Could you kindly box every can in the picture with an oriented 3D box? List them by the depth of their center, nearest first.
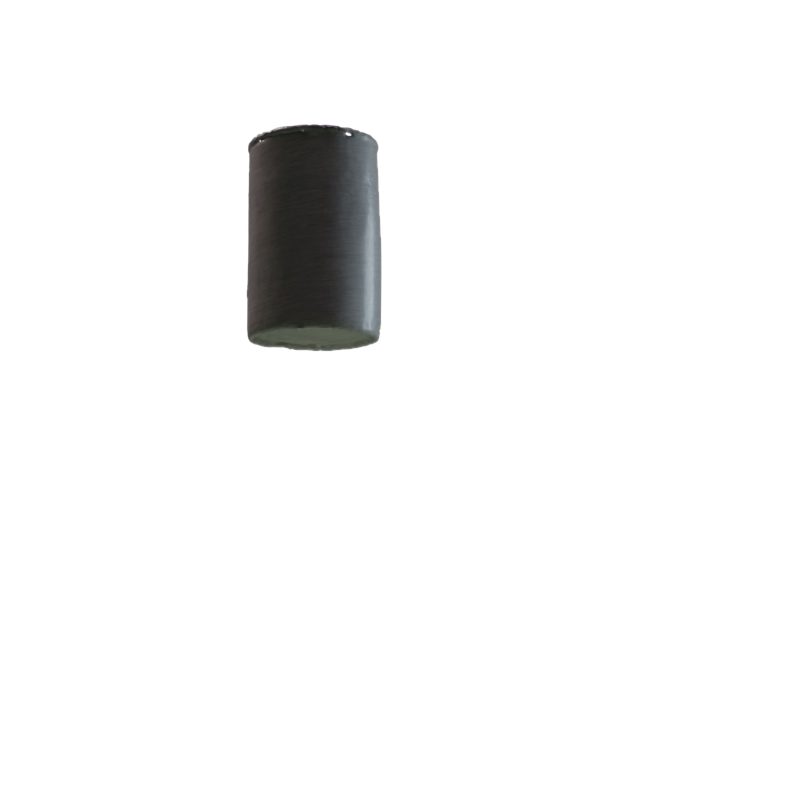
[{"bbox_3d":[-0.044,-0.080,0.563,0.068,0.106,0.066,0,-12,-2],"label":"can"}]
